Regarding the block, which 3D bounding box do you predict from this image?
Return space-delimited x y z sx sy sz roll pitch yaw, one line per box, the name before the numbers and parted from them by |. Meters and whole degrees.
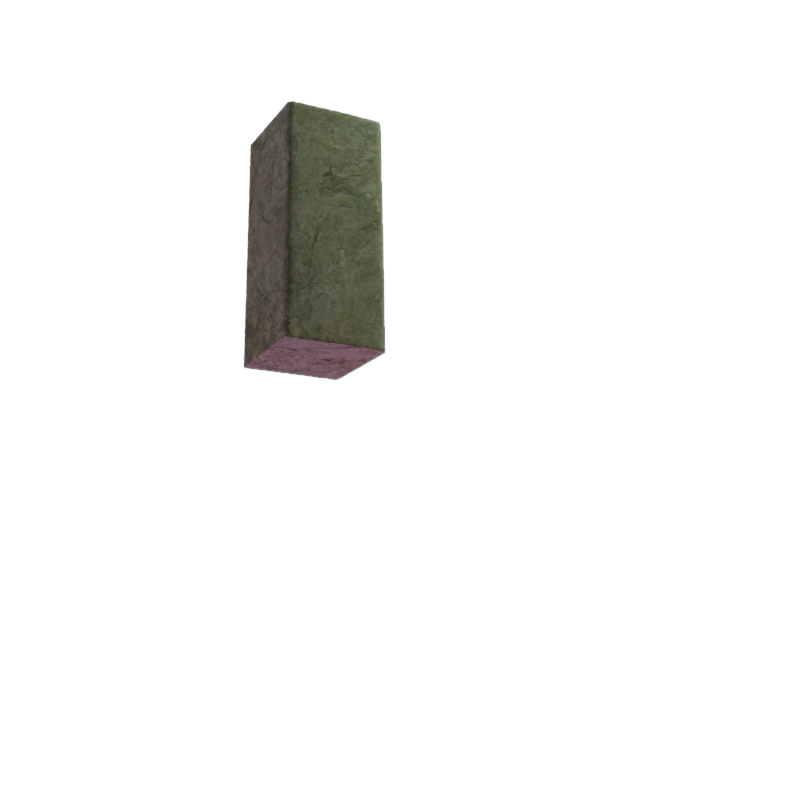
block | -0.072 -0.133 0.929 0.087 0.217 0.090 9 -24 -26
